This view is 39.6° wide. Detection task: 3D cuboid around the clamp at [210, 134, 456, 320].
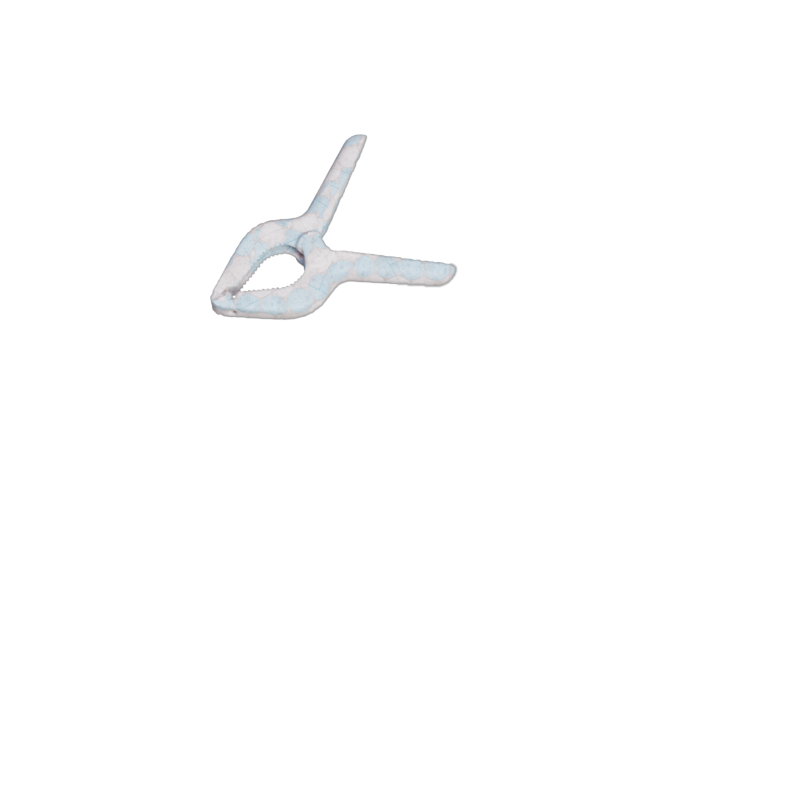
[{"bbox_3d":[-0.077,-0.141,0.987,0.209,0.174,0.034,-23,-21,-9],"label":"clamp"}]
